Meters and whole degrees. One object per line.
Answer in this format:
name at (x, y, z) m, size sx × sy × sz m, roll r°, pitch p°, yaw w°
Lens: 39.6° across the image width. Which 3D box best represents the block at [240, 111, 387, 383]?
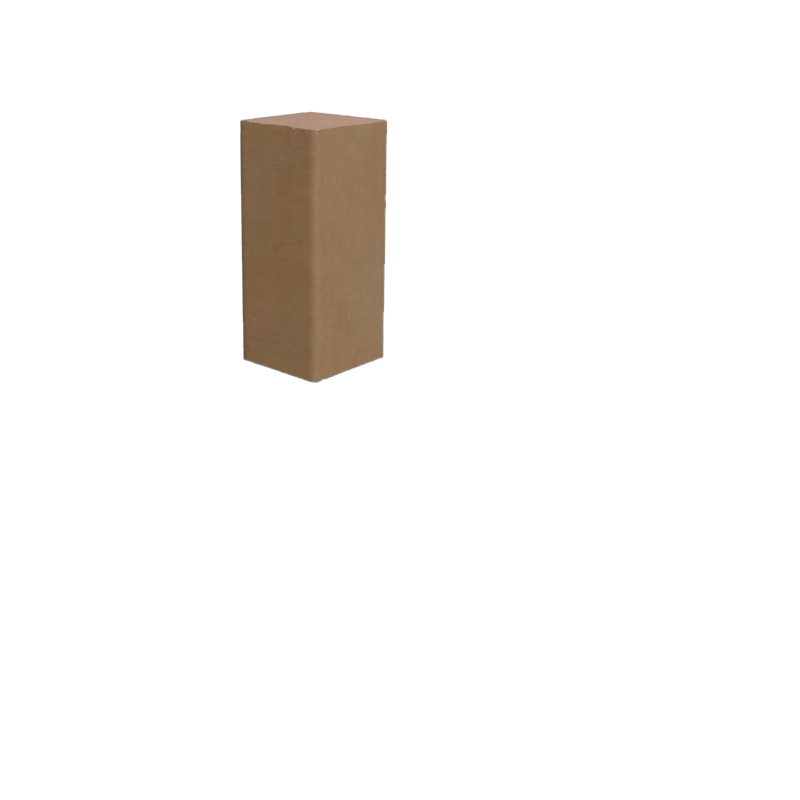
block at (-0.073, -0.133, 0.933) m, size 0.095 × 0.199 × 0.089 m, roll 13°, pitch 20°, yaw 38°
